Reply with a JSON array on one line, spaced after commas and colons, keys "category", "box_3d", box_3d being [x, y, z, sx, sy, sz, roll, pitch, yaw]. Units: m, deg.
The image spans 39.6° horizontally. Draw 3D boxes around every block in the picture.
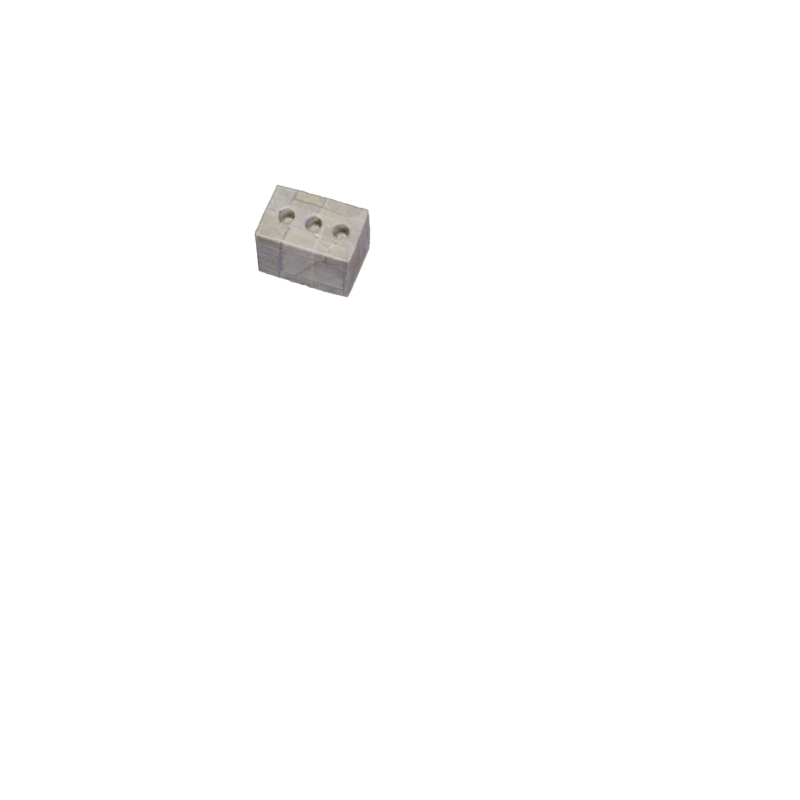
[{"category": "block", "box_3d": [-0.067, -0.123, 0.858, 0.079, 0.055, 0.048, 16, -31, 9]}]
